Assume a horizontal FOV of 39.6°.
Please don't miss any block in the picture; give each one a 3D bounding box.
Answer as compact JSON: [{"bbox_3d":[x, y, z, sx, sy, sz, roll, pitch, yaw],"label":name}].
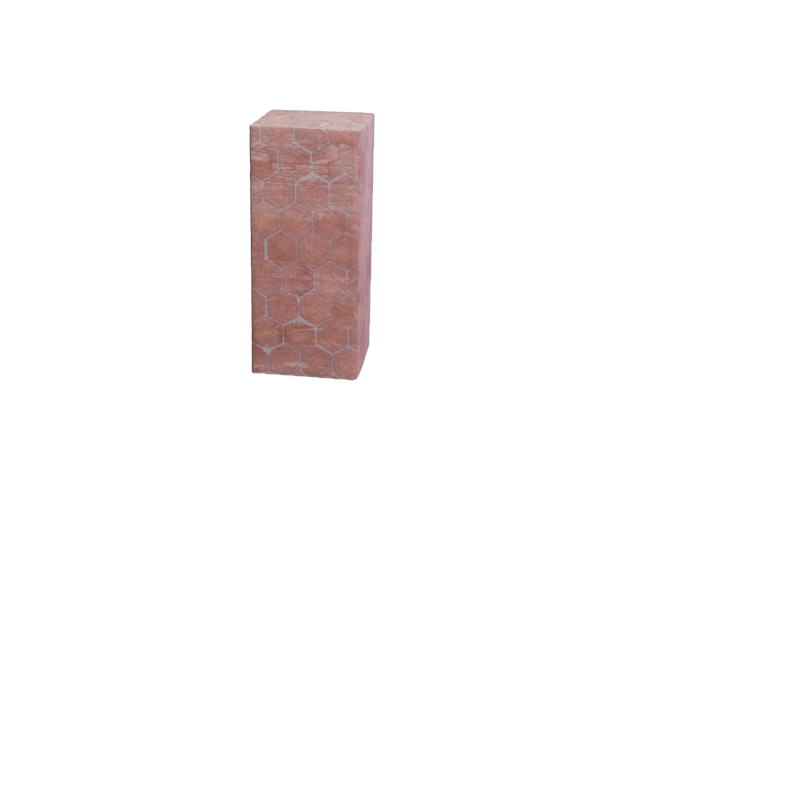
[{"bbox_3d":[-0.072,-0.132,0.921,0.092,0.198,0.093,3,17,7],"label":"block"}]
